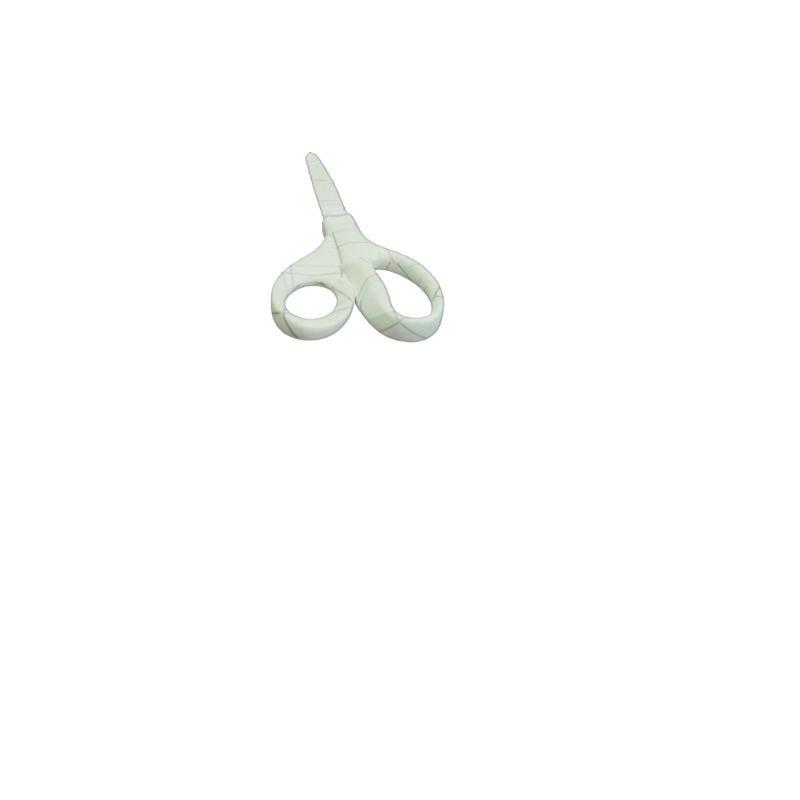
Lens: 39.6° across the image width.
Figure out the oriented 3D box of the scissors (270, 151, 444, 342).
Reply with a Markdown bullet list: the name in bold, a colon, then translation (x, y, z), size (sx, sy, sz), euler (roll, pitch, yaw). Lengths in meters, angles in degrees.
- **scissors**: translation (-0.048, -0.088, 0.617), size (0.095, 0.015, 0.218), euler (-16, 39, -21)
